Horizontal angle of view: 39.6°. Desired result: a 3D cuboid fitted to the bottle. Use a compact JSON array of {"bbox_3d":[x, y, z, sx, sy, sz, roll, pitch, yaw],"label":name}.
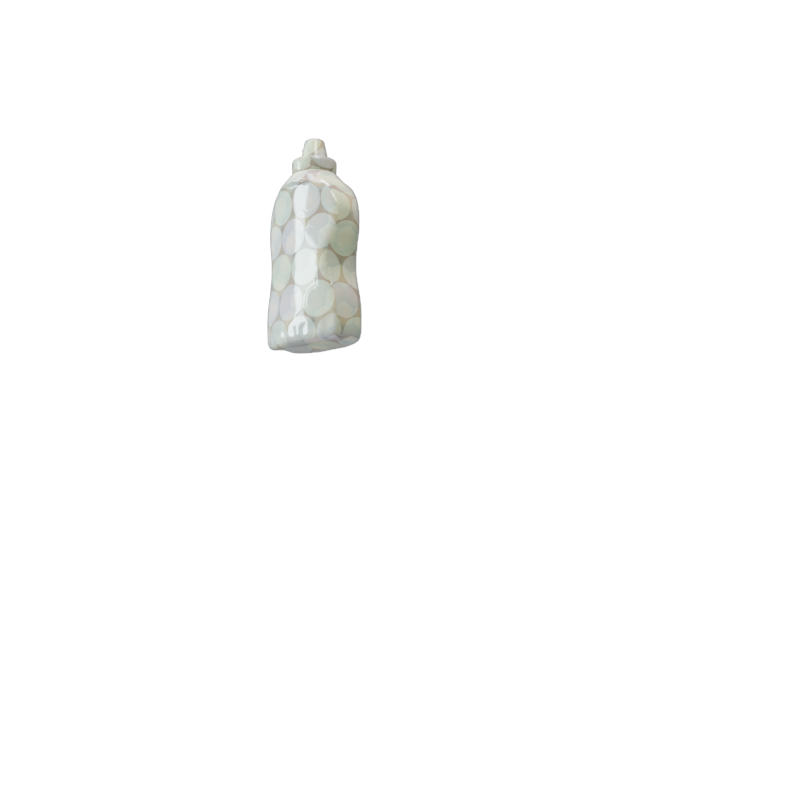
[{"bbox_3d":[-0.078,-0.142,0.995,0.055,0.198,0.098,11,-18,-40],"label":"bottle"}]
